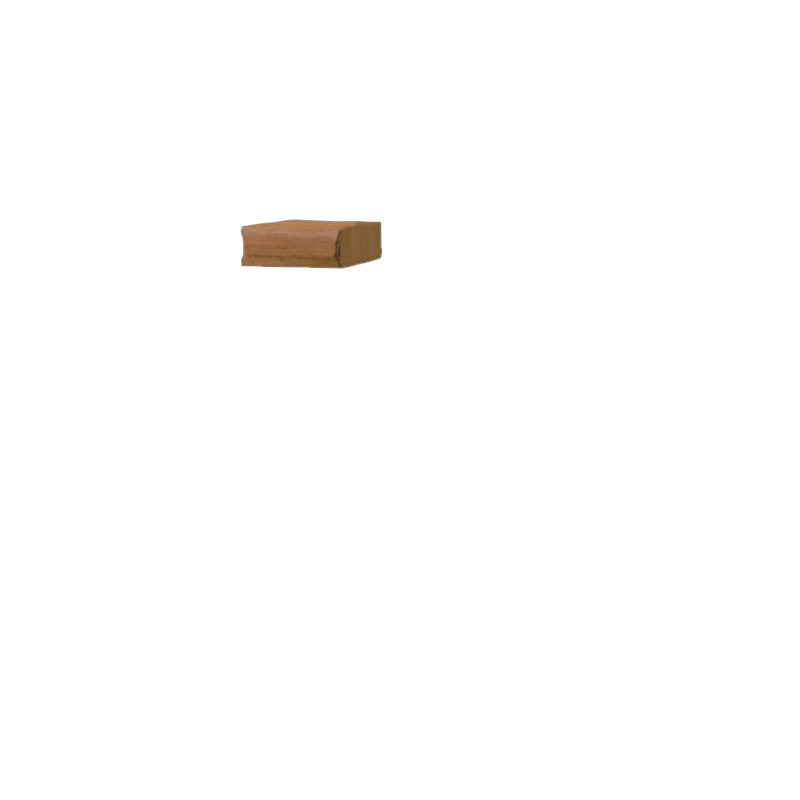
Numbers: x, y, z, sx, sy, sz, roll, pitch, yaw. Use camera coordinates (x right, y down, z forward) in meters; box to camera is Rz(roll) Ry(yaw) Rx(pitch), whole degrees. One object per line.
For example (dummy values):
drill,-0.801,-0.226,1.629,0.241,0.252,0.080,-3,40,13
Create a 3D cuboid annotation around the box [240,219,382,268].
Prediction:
box,-0.061,-0.111,0.774,0.075,0.030,0.088,4,12,19
